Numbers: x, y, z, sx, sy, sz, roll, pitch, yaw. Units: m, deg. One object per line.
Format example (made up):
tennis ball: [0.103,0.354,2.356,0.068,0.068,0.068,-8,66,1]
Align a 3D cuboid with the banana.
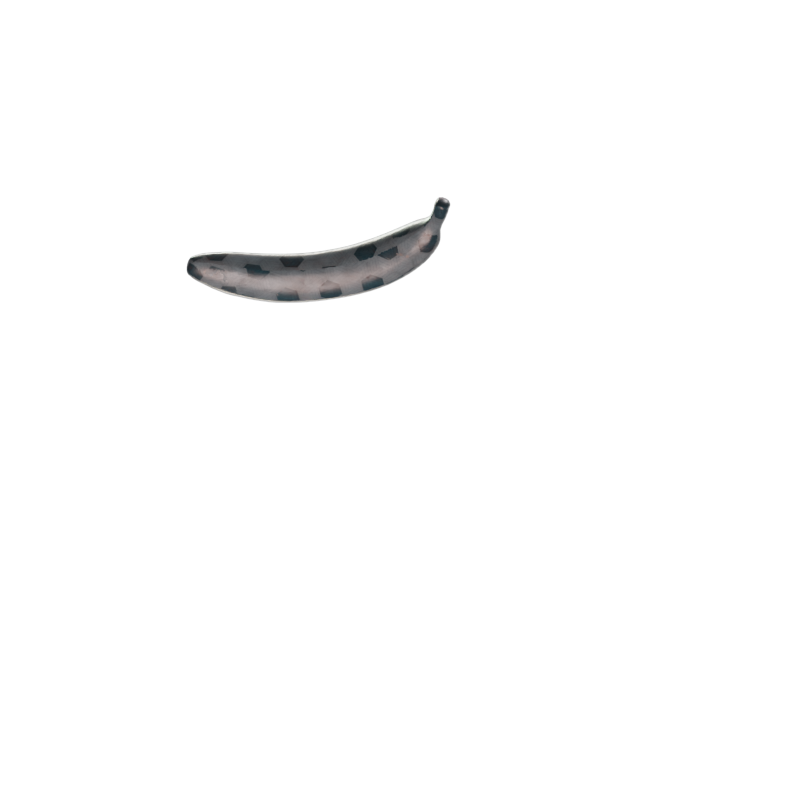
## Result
banana: [-0.054,-0.103,0.812,0.199,0.064,0.039,-13,38,10]
